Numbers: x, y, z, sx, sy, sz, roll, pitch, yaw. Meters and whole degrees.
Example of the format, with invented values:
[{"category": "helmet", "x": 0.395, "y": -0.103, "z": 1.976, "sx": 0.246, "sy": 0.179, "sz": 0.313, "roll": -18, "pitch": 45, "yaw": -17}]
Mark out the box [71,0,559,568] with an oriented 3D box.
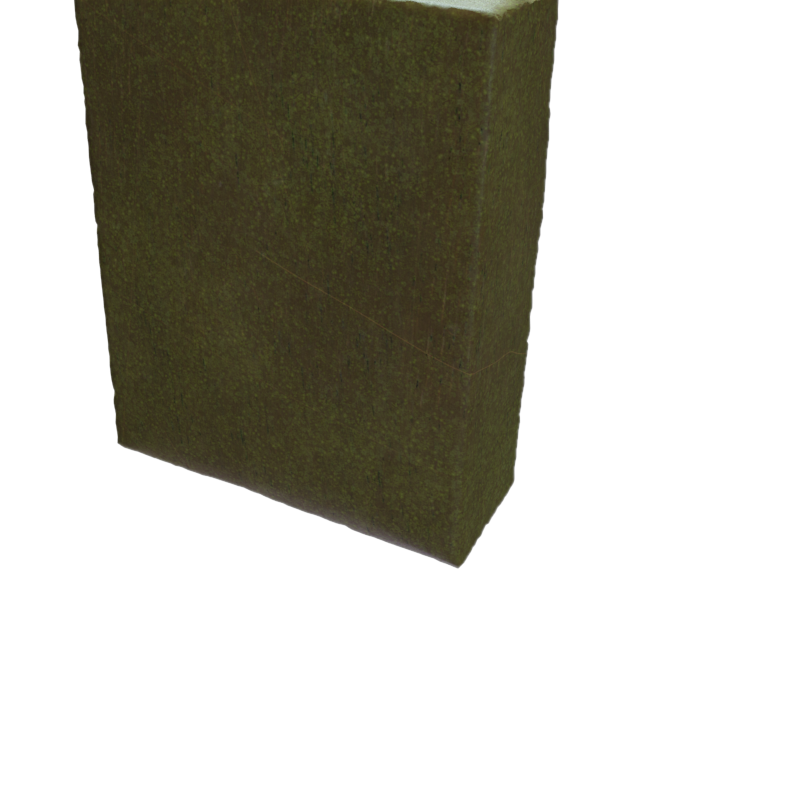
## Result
[{"category": "box", "x": -0.034, "y": -0.061, "z": 0.429, "sx": 0.171, "sy": 0.202, "sz": 0.073, "roll": 16, "pitch": 31, "yaw": 24}]
